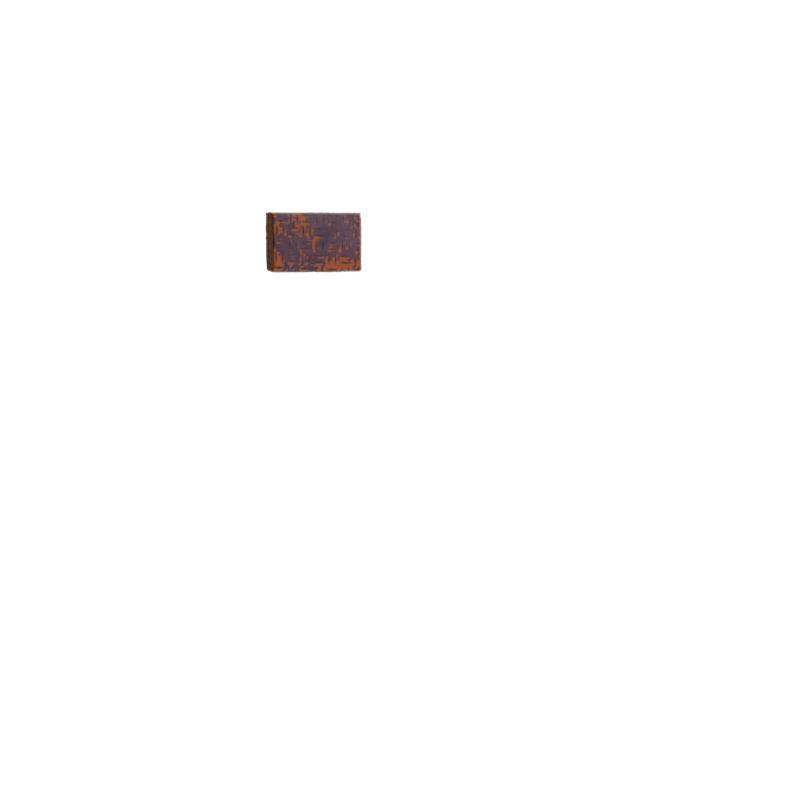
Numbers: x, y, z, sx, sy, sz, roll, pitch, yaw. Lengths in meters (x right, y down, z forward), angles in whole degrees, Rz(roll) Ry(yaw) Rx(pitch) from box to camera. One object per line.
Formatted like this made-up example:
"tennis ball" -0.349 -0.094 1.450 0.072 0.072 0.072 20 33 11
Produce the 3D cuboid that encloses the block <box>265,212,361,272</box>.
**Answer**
"block" -0.074 -0.136 0.951 0.077 0.051 0.054 -1 5 -10
